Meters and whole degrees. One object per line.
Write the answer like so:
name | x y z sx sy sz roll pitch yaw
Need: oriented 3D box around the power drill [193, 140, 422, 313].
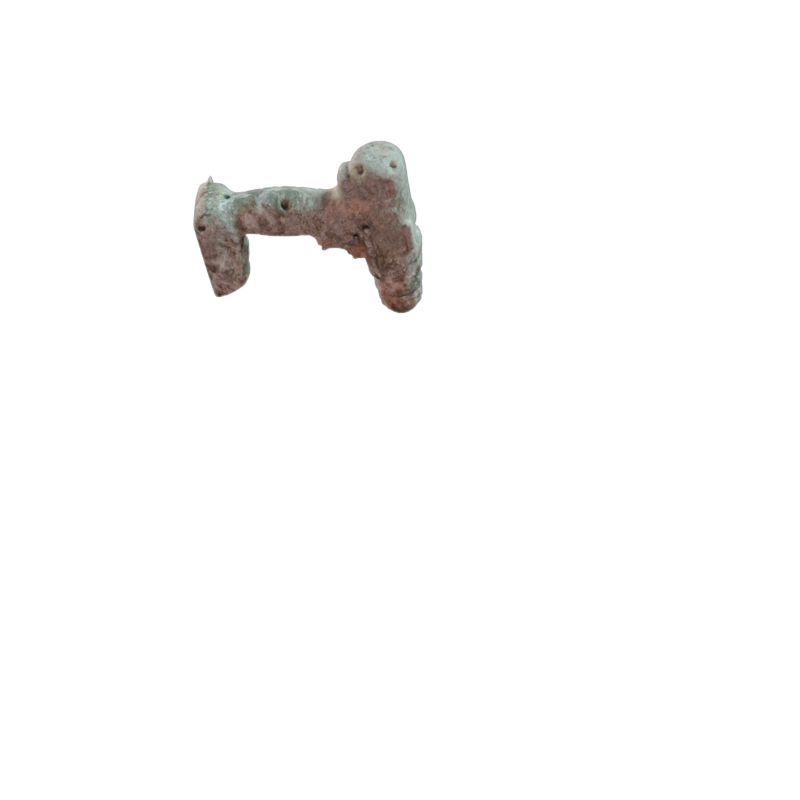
power drill | -0.075 -0.138 0.963 0.189 0.062 0.171 -6 -45 6
